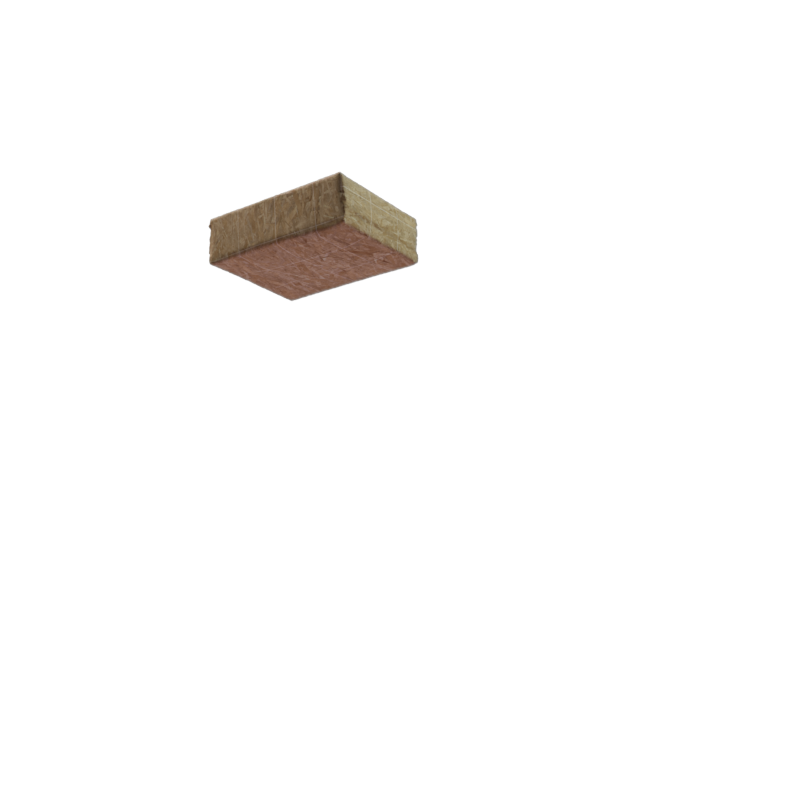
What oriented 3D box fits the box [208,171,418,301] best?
[{"bbox_3d":[-0.058,-0.106,0.743,0.116,0.041,0.084,-11,-19,33],"label":"box"}]
